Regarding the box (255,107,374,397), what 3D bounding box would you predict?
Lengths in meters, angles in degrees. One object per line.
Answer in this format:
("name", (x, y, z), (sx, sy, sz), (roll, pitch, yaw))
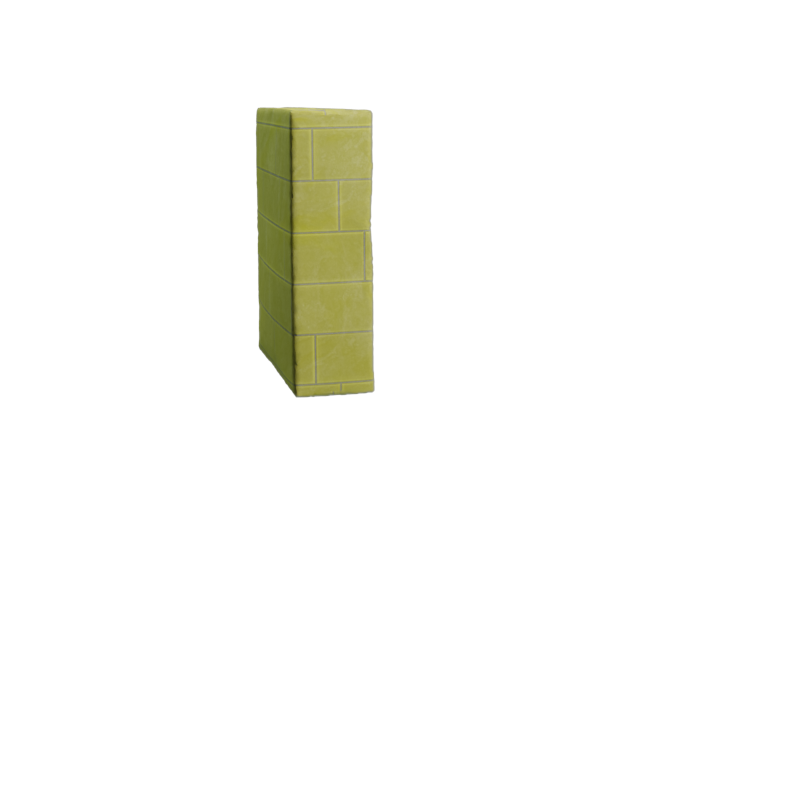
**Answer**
("box", (-0.070, -0.127, 0.889), (0.071, 0.209, 0.171), (-2, 11, -15))
